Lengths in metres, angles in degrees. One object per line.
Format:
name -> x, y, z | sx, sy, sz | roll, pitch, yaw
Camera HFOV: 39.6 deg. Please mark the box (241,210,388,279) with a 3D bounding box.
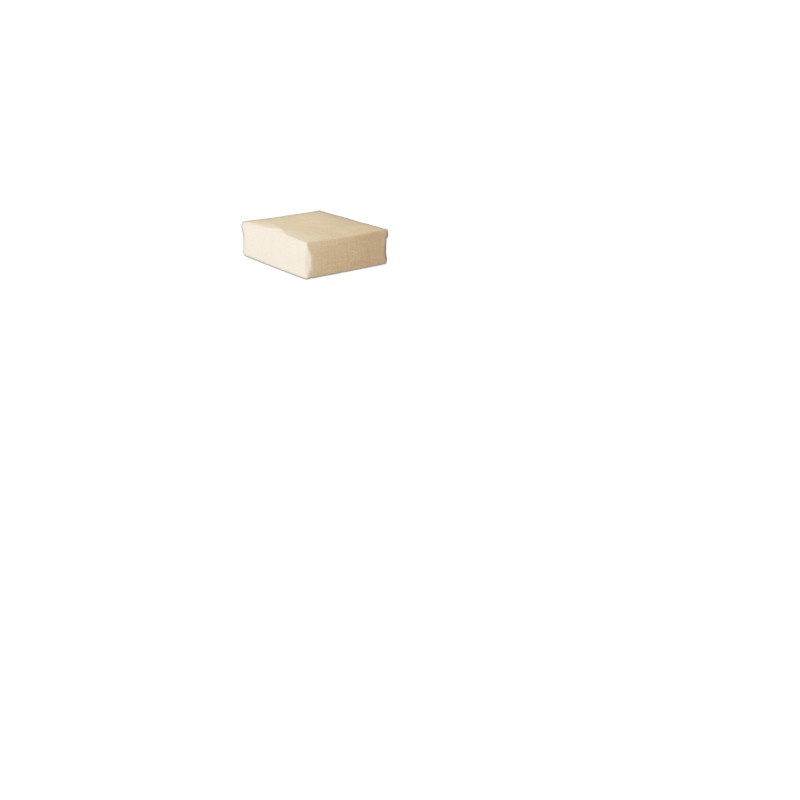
box -> -0.064, -0.117, 0.822 | 0.071, 0.029, 0.095 | -14, 25, -34
